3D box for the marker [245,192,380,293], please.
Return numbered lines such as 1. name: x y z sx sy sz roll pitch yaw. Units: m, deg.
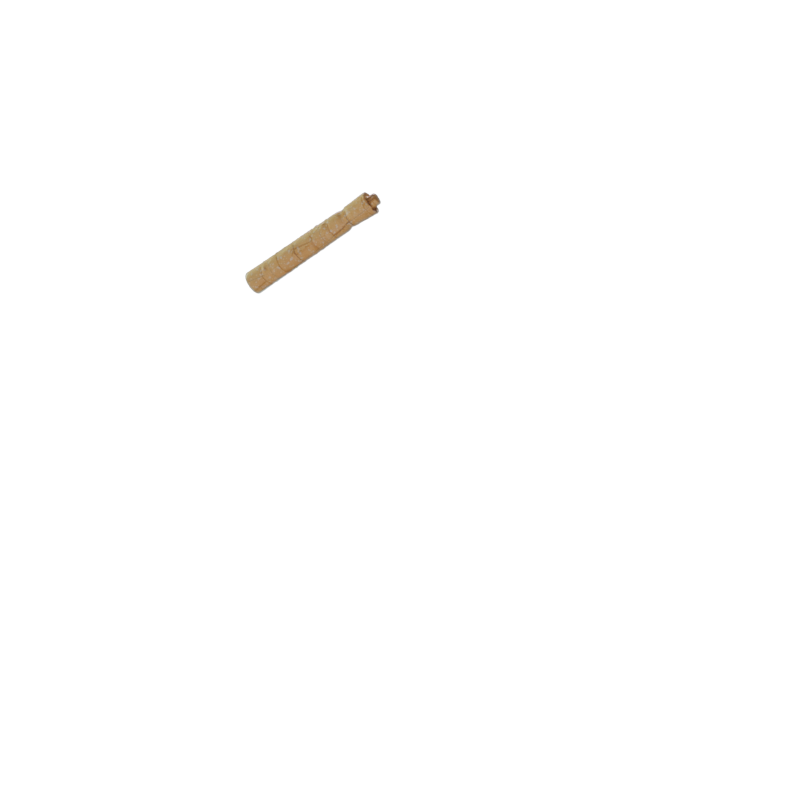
1. marker: -0.065 -0.119 0.836 0.120 0.020 0.019 -31 -8 19
